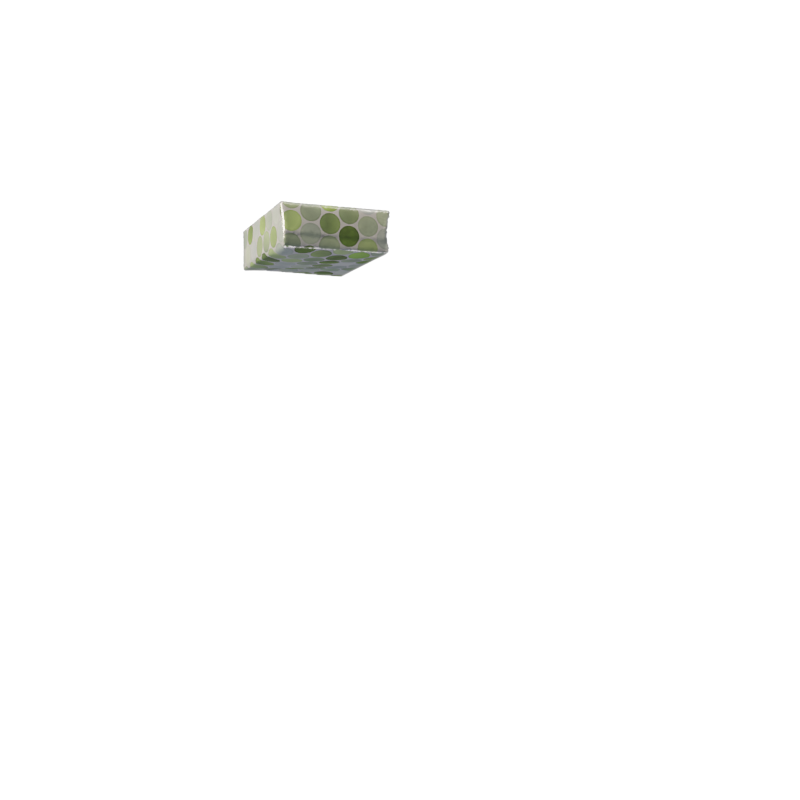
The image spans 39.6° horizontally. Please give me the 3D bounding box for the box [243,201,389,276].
[{"bbox_3d":[-0.070,-0.128,0.893,0.087,0.040,0.115,1,-3,-21],"label":"box"}]
